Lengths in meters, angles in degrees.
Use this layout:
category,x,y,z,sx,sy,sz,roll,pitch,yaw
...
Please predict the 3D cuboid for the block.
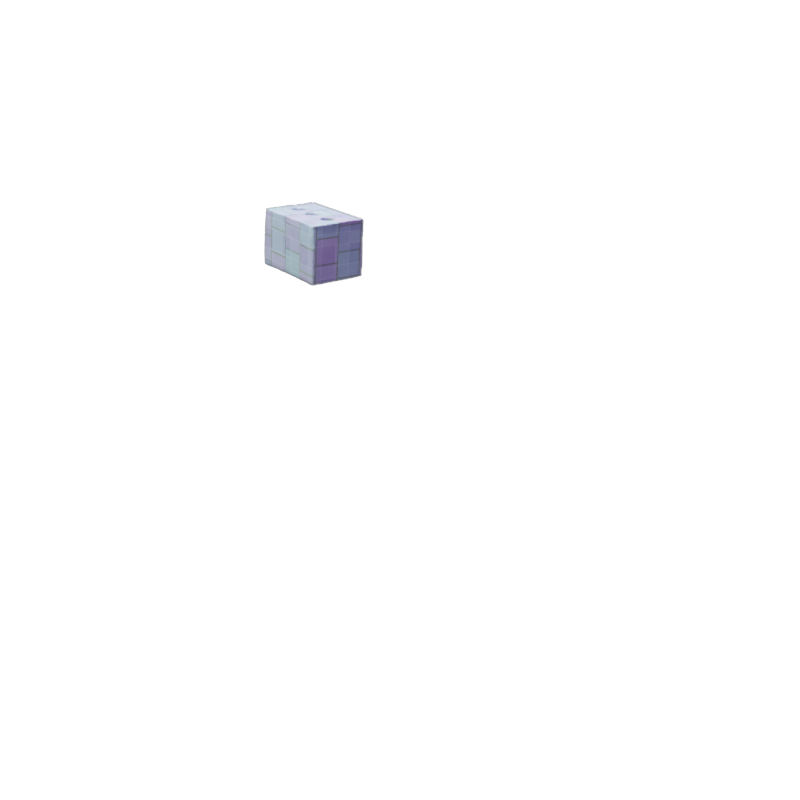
category,x,y,z,sx,sy,sz,roll,pitch,yaw
block,-0.074,-0.135,0.943,0.052,0.049,0.083,-13,24,-34
